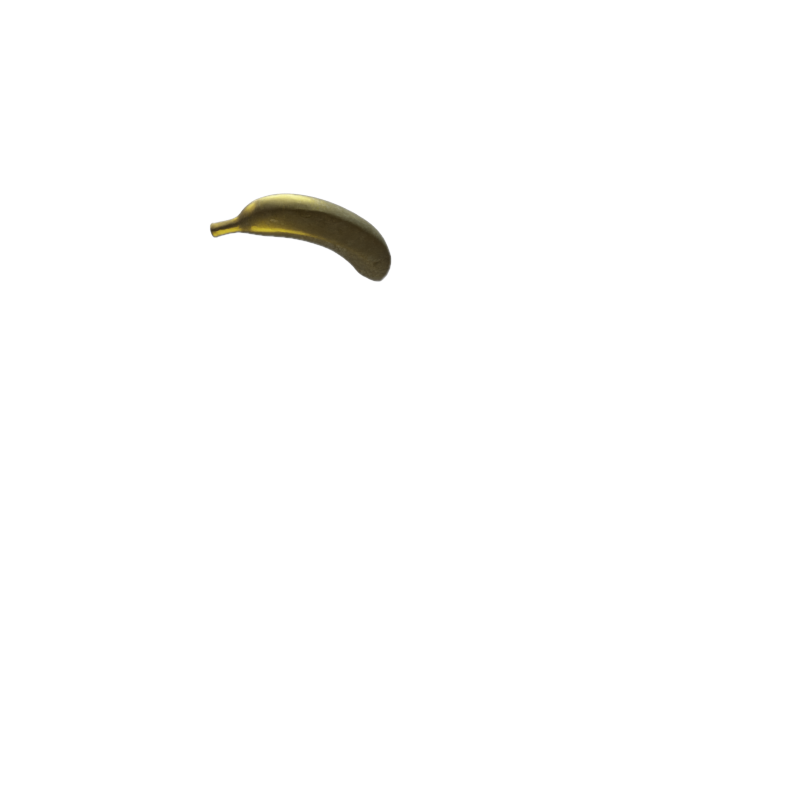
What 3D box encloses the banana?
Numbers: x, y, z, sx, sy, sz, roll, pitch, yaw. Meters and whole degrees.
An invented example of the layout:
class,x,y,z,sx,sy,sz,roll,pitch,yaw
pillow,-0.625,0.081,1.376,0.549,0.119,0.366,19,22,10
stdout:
class,x,y,z,sx,sy,sz,roll,pitch,yaw
banana,-0.063,-0.138,0.926,0.187,0.038,0.071,13,-19,-43
